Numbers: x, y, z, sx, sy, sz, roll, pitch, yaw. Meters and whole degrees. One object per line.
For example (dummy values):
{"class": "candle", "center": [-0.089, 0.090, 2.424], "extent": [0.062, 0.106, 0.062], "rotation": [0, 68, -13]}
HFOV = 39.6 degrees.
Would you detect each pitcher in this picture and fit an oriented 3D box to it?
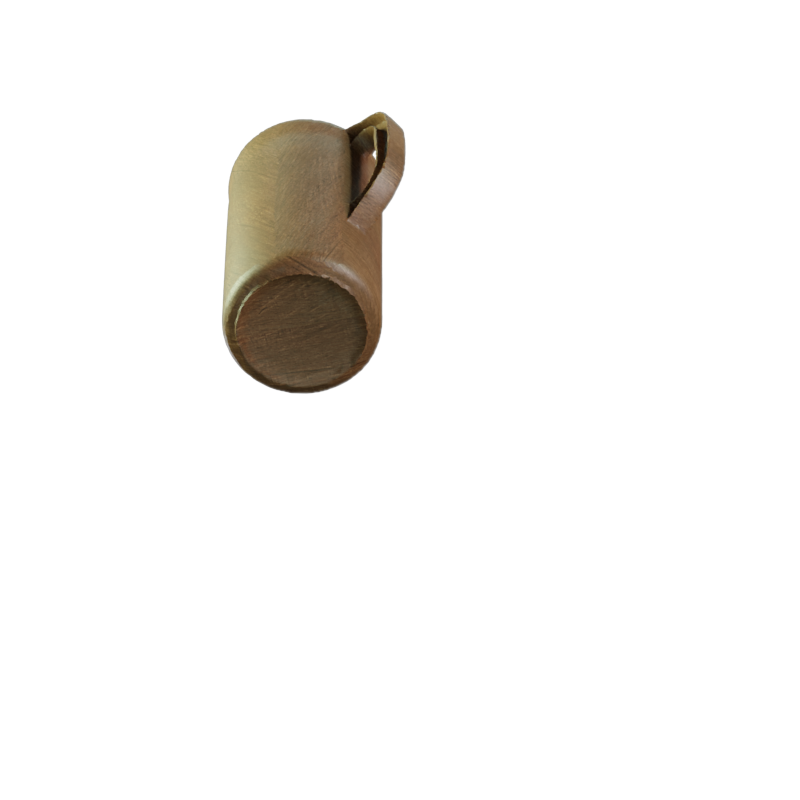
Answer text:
{"class": "pitcher", "center": [-0.066, -0.120, 0.838], "extent": [0.145, 0.141, 0.258], "rotation": [-1, 31, -3]}
